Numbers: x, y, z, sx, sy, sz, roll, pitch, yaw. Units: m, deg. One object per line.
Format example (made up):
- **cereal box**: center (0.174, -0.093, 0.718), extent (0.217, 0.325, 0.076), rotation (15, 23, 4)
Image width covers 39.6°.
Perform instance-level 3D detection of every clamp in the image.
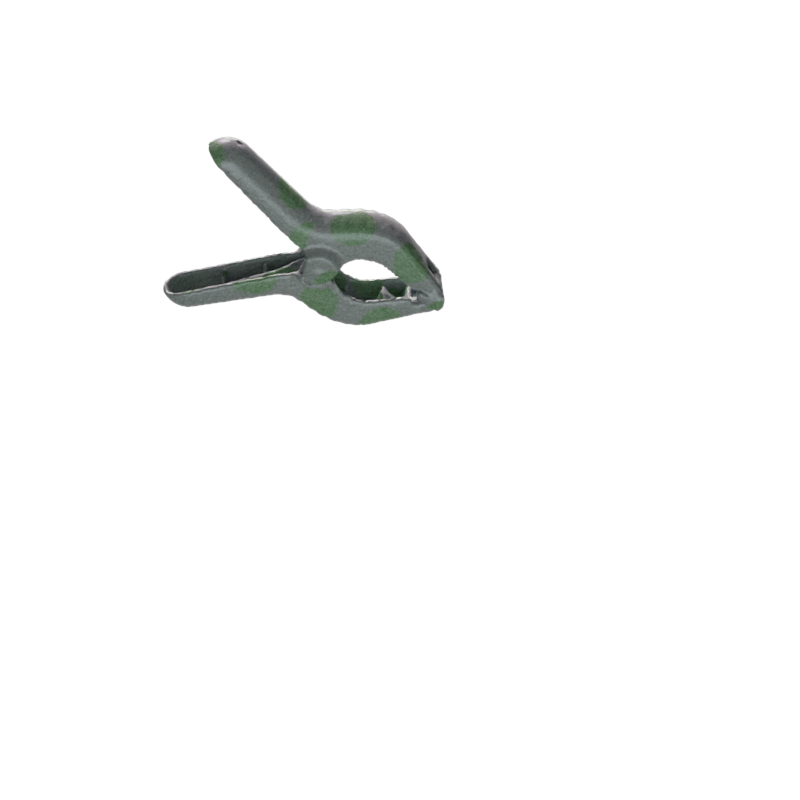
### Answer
- **clamp**: center (-0.052, -0.095, 0.666), extent (0.169, 0.042, 0.113), rotation (7, -45, -8)
